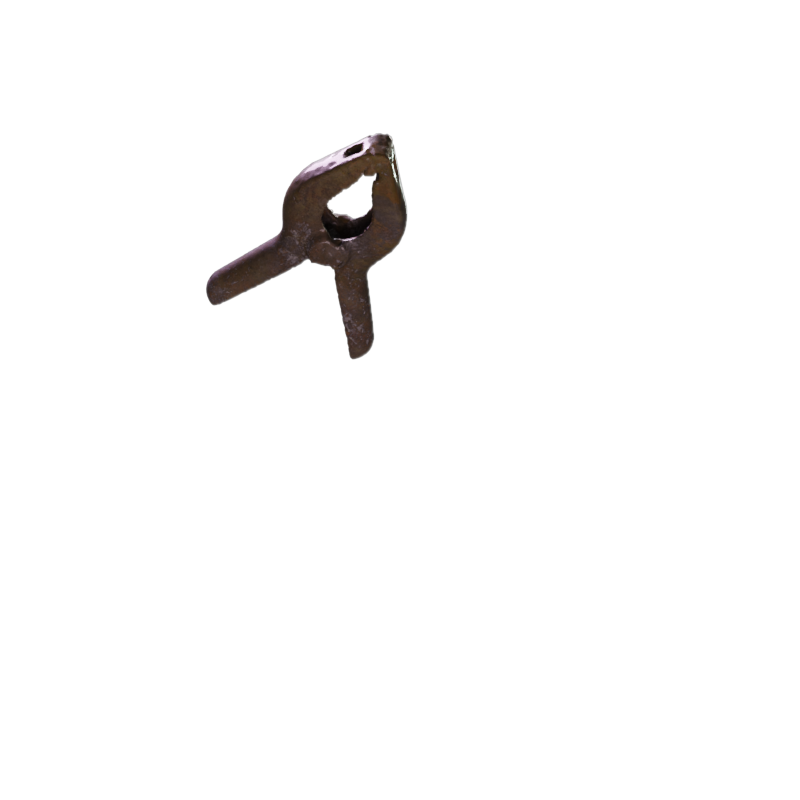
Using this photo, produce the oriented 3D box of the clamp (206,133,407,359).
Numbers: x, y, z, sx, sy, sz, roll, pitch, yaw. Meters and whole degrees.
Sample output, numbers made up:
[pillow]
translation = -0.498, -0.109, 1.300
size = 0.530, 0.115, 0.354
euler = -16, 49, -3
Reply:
[clamp]
translation = -0.056, -0.103, 0.720
size = 0.118, 0.163, 0.042
euler = 12, 38, -10
